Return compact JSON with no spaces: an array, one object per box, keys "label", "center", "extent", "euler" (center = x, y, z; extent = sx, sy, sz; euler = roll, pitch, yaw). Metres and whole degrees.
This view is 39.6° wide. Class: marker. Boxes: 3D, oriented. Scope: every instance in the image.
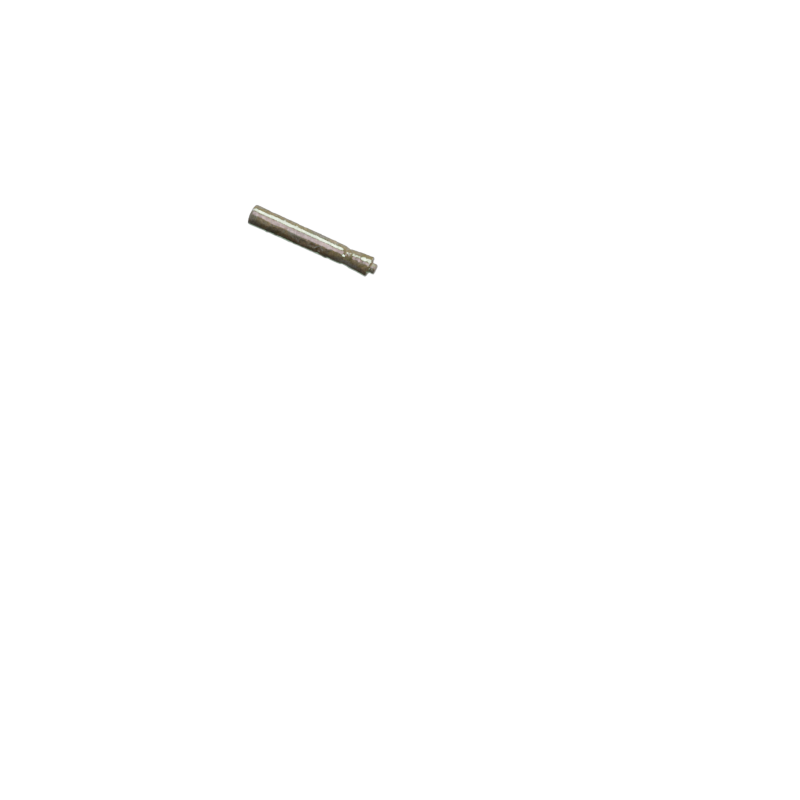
[{"label":"marker","center":[-0.076,-0.139,0.973],"extent":[0.123,0.020,0.019],"euler":[25,7,9]}]
